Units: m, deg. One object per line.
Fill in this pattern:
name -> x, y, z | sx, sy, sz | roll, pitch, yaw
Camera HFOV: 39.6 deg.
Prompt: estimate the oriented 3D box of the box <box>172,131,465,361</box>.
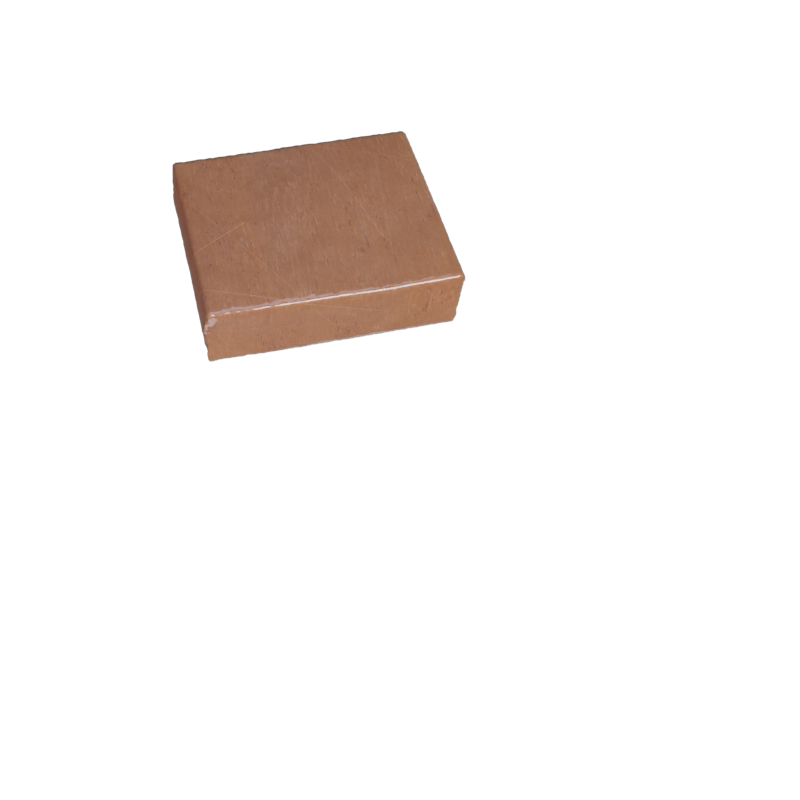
box -> -0.039, -0.070, 0.492 | 0.112, 0.097, 0.036 | -12, -37, -9
